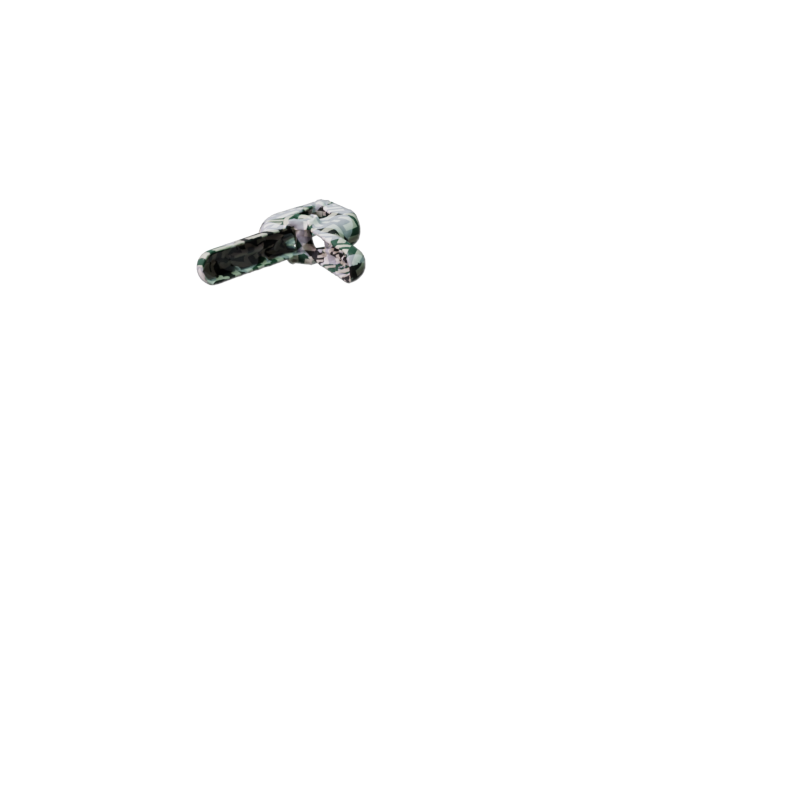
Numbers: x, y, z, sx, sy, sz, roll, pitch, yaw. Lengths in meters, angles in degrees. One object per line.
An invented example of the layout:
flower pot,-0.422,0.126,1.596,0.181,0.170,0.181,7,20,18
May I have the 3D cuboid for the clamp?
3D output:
clamp,-0.065,-0.119,0.836,0.124,0.037,0.175,8,27,17
